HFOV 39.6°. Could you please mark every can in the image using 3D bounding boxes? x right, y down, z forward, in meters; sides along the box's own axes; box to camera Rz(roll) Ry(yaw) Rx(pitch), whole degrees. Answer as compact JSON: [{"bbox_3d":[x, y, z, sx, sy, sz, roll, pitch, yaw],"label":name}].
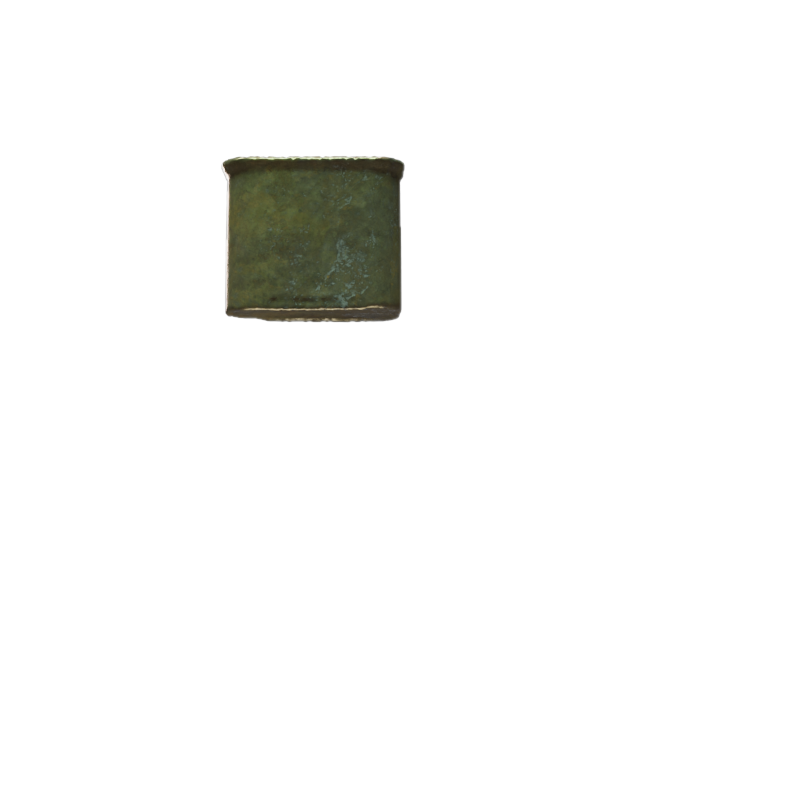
[{"bbox_3d":[-0.048,-0.088,0.616,0.102,0.086,0.056,0,-9,0],"label":"can"}]
